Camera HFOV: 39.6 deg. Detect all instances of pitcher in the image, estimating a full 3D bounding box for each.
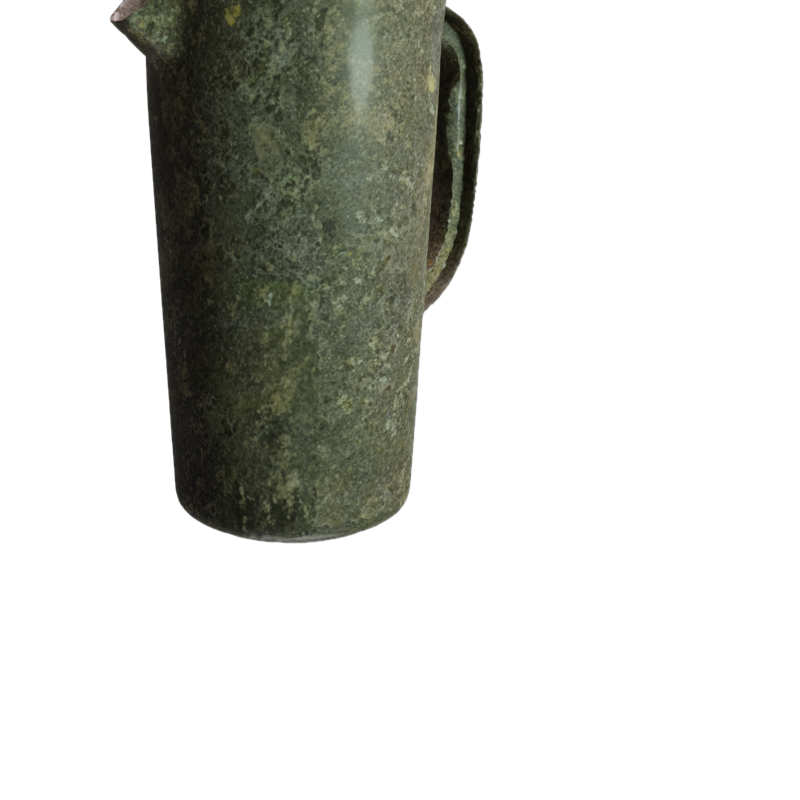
[{"bbox_3d":[-0.039,-0.071,0.499,0.151,0.238,0.147,2,11,6],"label":"pitcher"}]
